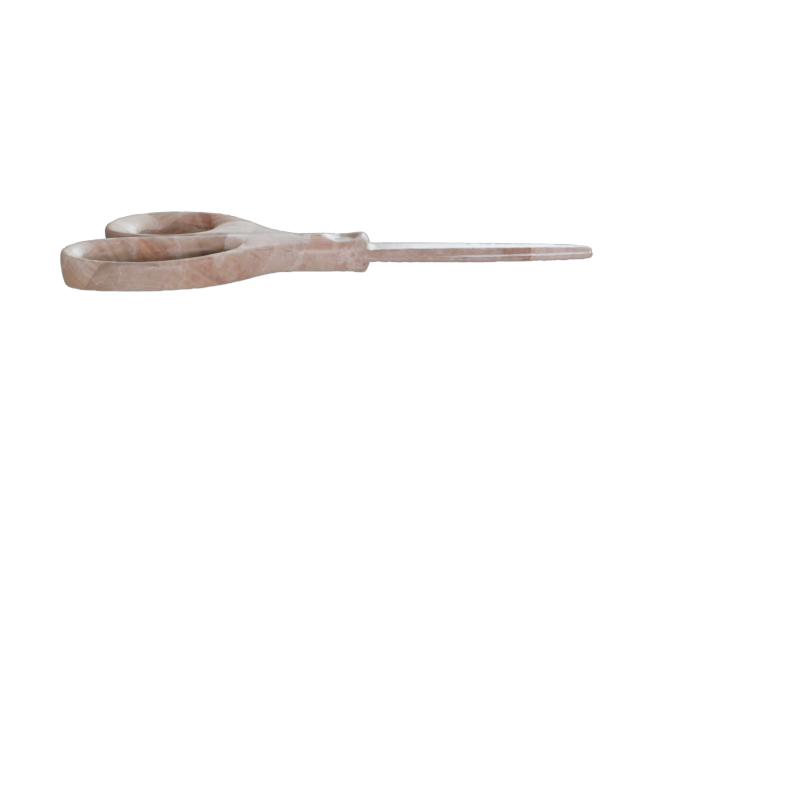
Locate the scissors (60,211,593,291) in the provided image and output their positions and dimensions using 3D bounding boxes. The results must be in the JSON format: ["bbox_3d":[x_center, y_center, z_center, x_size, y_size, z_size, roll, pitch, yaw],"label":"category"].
[{"bbox_3d":[-0.035,-0.064,0.451,0.198,0.015,0.102,-6,22,-15],"label":"scissors"}]
